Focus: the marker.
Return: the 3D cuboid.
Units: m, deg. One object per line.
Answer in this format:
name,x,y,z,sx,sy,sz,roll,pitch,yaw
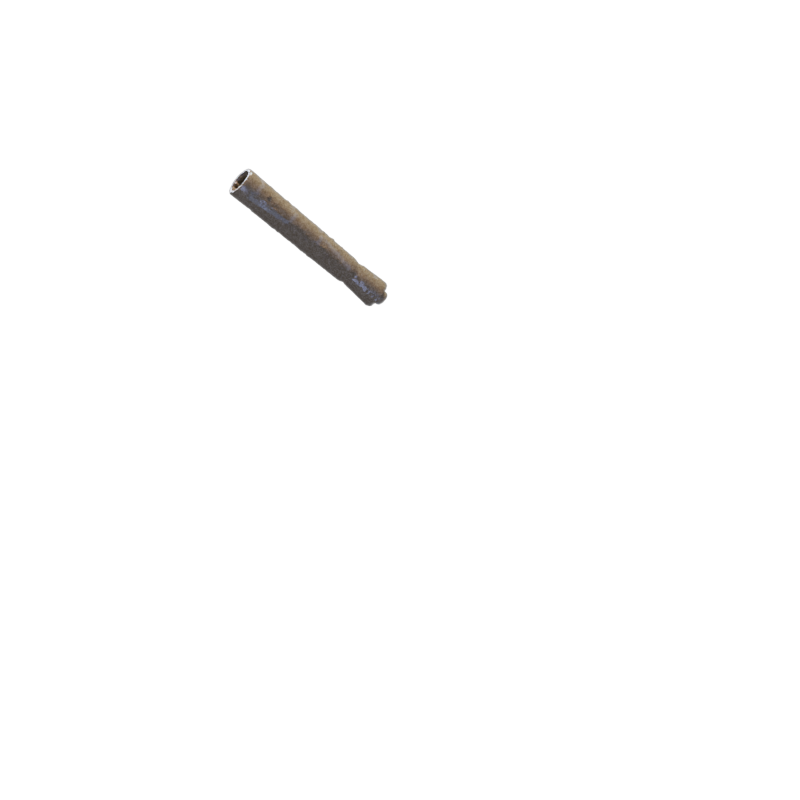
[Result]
marker,-0.052,-0.095,0.668,0.114,0.020,0.020,38,-15,-24
